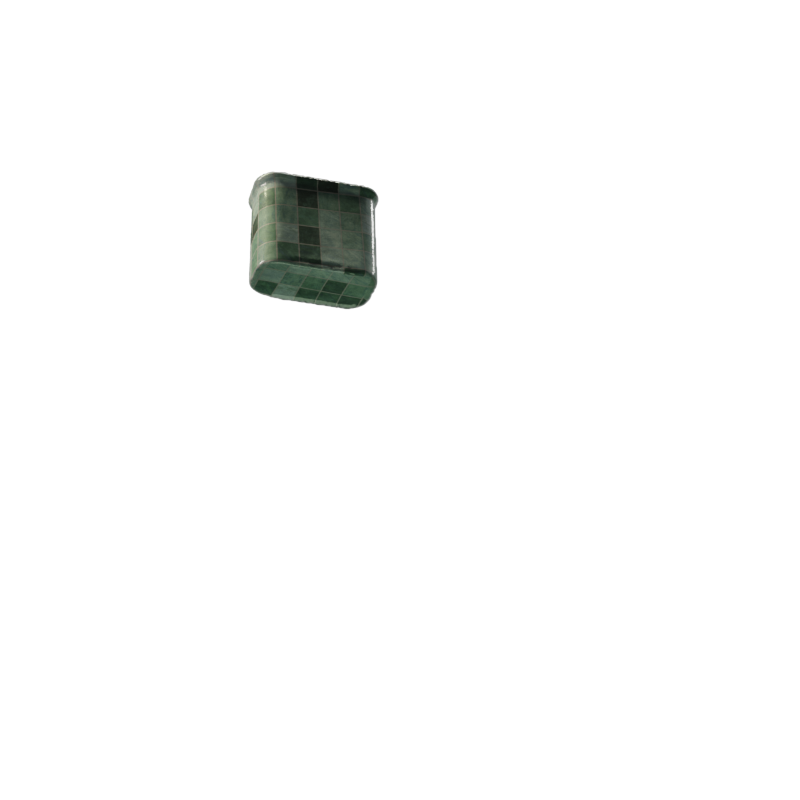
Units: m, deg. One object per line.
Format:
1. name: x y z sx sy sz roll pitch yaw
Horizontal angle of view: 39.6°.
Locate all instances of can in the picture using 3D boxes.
1. can: -0.068 -0.124 0.868 0.100 0.089 0.055 7 -33 -14
